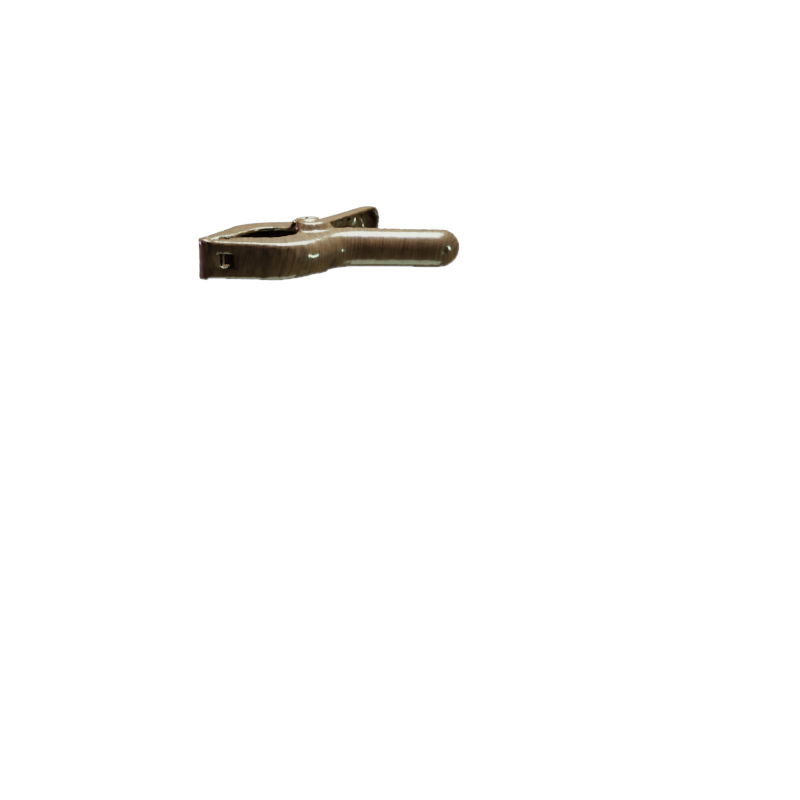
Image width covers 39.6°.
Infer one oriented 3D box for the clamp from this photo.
[{"bbox_3d":[-0.060,-0.109,0.762,0.168,0.038,0.126,-5,14,-19],"label":"clamp"}]
